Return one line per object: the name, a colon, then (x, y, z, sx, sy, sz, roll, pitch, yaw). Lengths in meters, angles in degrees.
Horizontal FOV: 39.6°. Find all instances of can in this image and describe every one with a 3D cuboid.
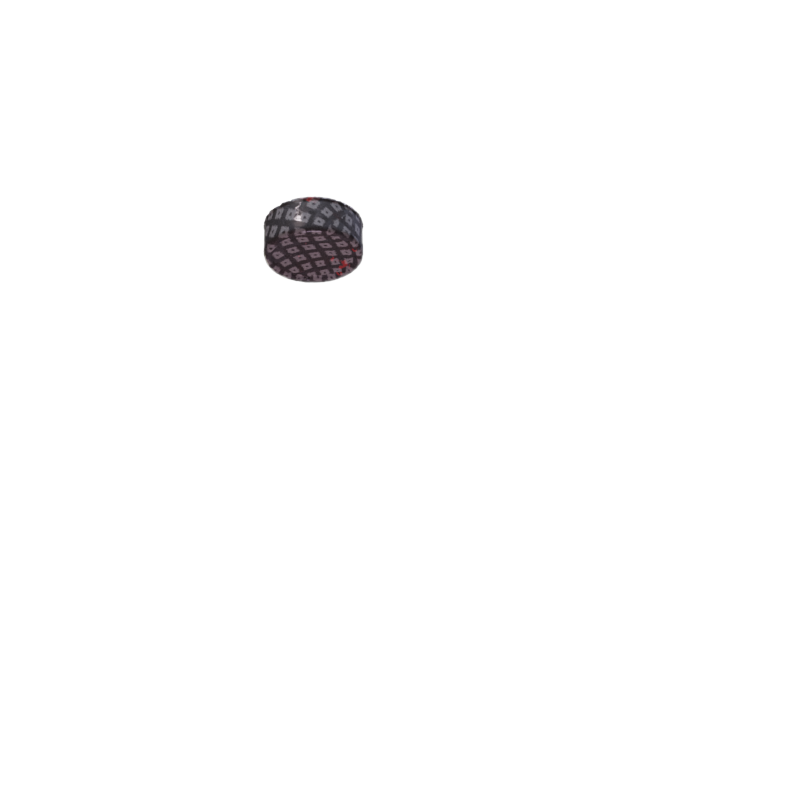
can: (-0.074, -0.135, 0.947, 0.086, 0.036, 0.081, 1, -28, -2)
